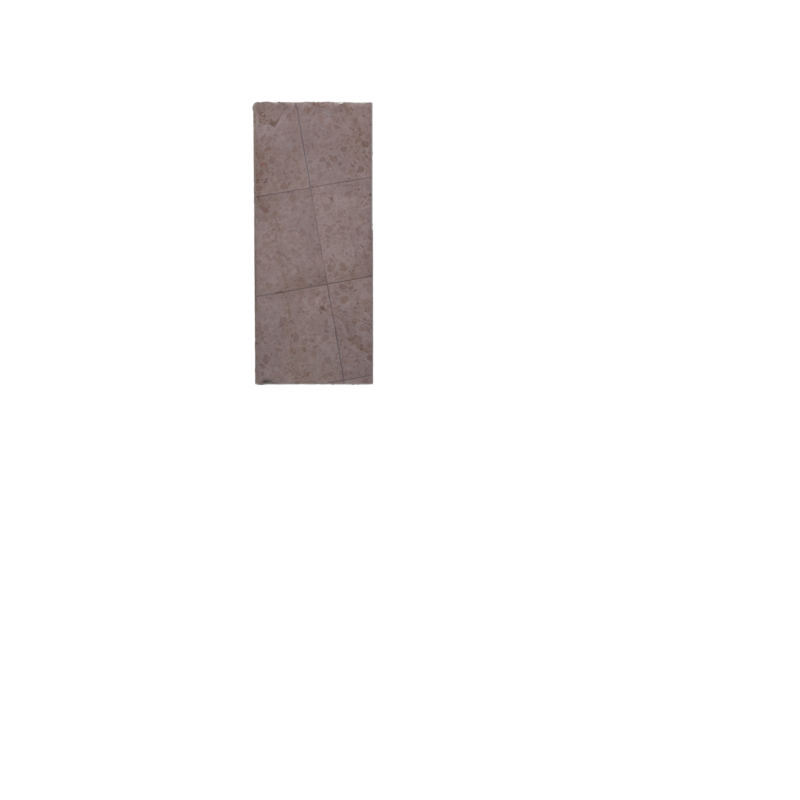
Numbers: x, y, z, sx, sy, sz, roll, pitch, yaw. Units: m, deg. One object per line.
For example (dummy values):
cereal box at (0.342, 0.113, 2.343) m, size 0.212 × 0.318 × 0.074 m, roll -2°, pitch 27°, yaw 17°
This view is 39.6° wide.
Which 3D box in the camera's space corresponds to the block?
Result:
block at (-0.067, -0.121, 0.850) m, size 0.090 × 0.205 × 0.092 m, roll 0°, pitch 3°, yaw -4°
